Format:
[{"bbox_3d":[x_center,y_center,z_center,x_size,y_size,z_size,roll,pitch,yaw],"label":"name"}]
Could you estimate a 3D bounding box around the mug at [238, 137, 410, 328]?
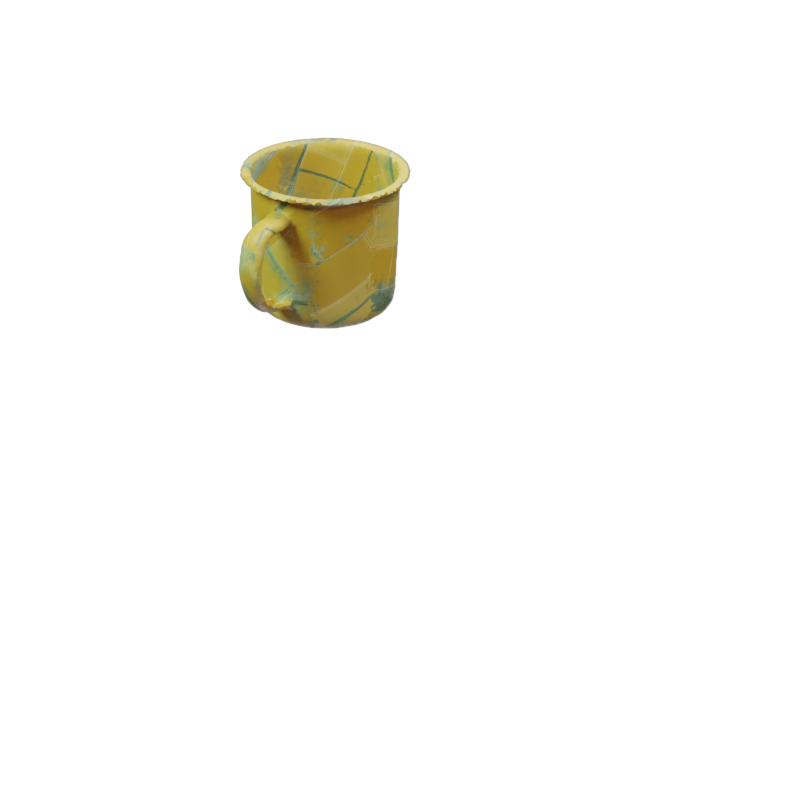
[{"bbox_3d":[-0.048,-0.088,0.615,0.098,0.077,0.119,17,35,25],"label":"mug"}]
